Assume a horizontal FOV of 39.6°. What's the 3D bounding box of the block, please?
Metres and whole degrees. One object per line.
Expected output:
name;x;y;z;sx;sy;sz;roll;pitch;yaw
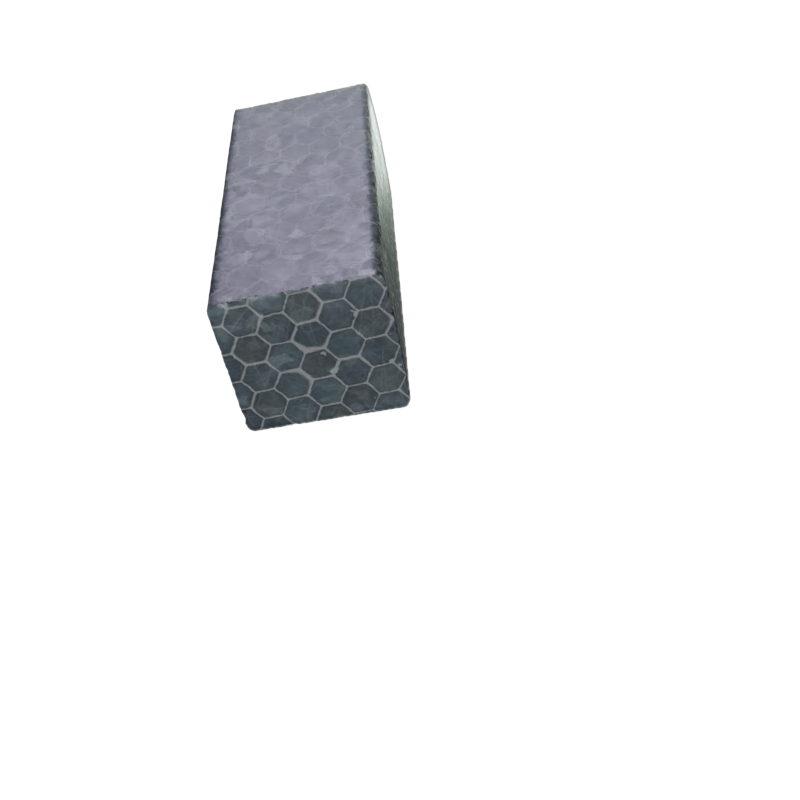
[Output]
block;-0.050;-0.091;0.644;0.091;0.084;0.221;-10;39;5
